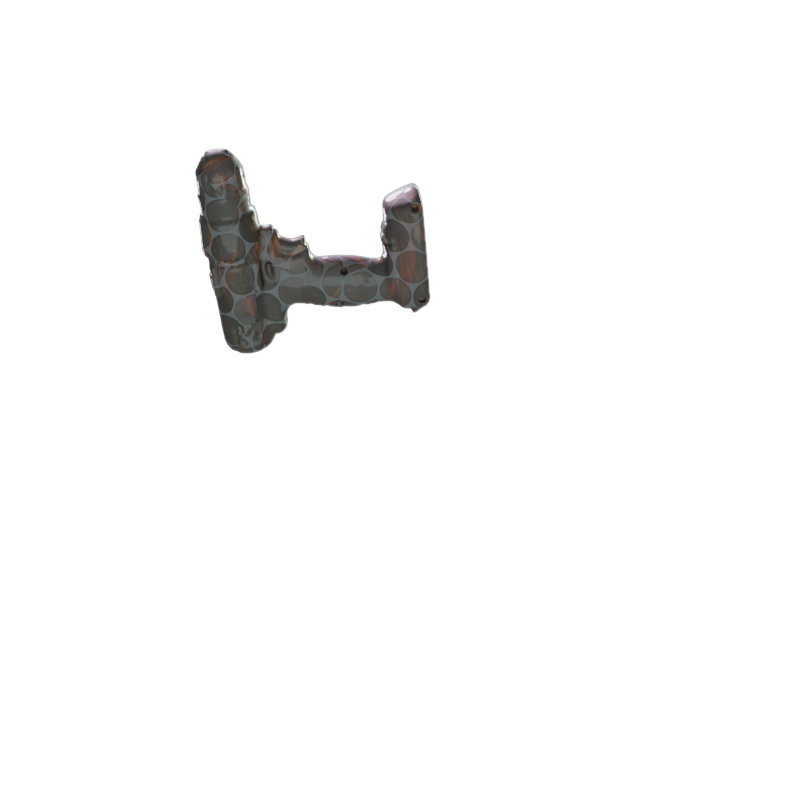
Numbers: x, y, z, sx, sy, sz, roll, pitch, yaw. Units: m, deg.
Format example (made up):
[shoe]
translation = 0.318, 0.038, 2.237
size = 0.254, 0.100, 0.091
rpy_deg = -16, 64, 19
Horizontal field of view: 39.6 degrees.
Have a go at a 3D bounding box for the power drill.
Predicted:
[power drill]
translation = -0.073, -0.134, 0.935
size = 0.188, 0.173, 0.061
rpy_deg = -6, 28, 3
